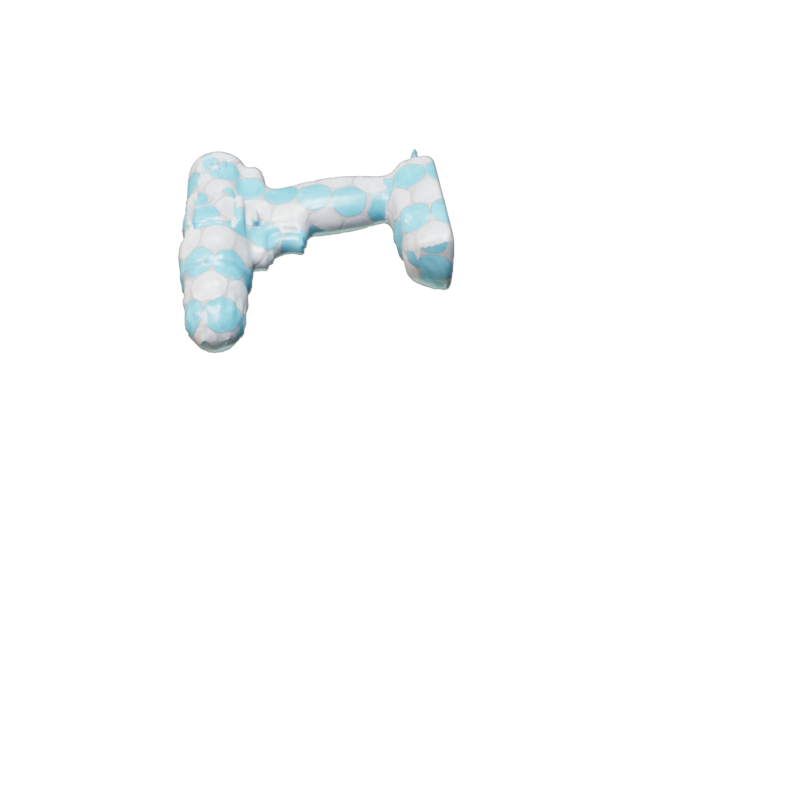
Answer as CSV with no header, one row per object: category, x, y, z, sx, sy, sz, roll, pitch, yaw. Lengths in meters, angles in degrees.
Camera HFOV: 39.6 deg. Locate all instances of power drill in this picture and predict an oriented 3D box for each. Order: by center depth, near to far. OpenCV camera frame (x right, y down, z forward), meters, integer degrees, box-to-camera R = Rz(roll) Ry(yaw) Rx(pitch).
power drill,-0.061,-0.110,0.773,0.187,0.199,0.053,-3,-43,-4
